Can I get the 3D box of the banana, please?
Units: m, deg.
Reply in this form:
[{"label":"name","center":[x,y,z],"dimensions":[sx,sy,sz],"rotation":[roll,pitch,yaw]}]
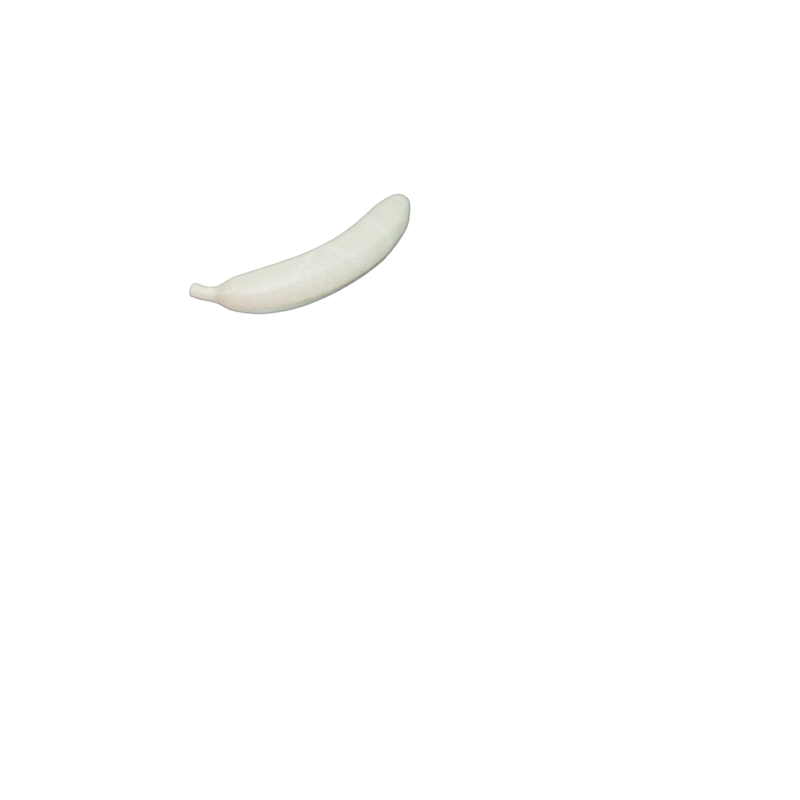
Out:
[{"label":"banana","center":[-0.059,-0.109,0.842],"dimensions":[0.197,0.034,0.075],"rotation":[-26,51,-24]}]
